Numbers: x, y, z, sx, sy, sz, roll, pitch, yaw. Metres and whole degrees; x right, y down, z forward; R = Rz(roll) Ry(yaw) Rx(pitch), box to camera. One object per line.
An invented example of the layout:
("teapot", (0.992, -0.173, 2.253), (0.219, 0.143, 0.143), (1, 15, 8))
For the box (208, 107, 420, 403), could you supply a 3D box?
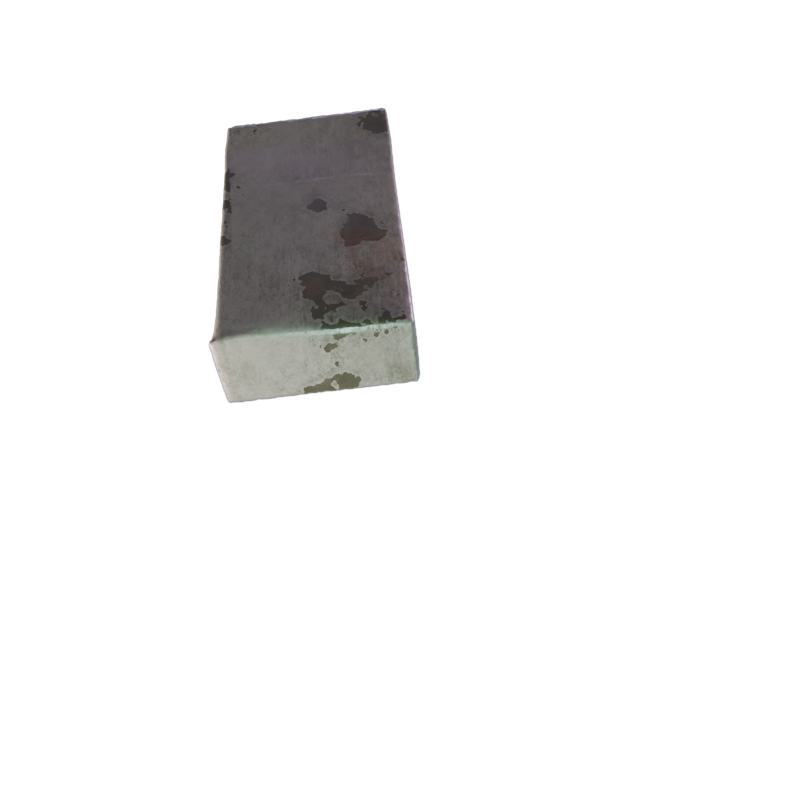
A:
("box", (-0.044, -0.080, 0.565), (0.094, 0.044, 0.189), (-7, 42, 3))
